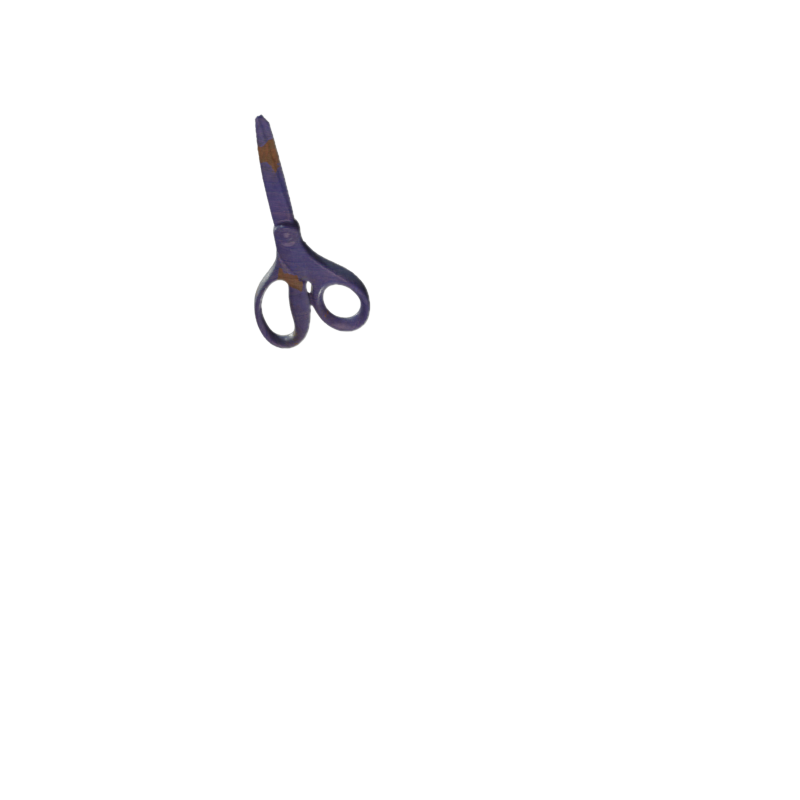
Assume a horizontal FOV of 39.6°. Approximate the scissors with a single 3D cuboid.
[{"bbox_3d":[-0.062,-0.114,0.795,0.095,0.189,0.017,6,40,-5],"label":"scissors"}]
